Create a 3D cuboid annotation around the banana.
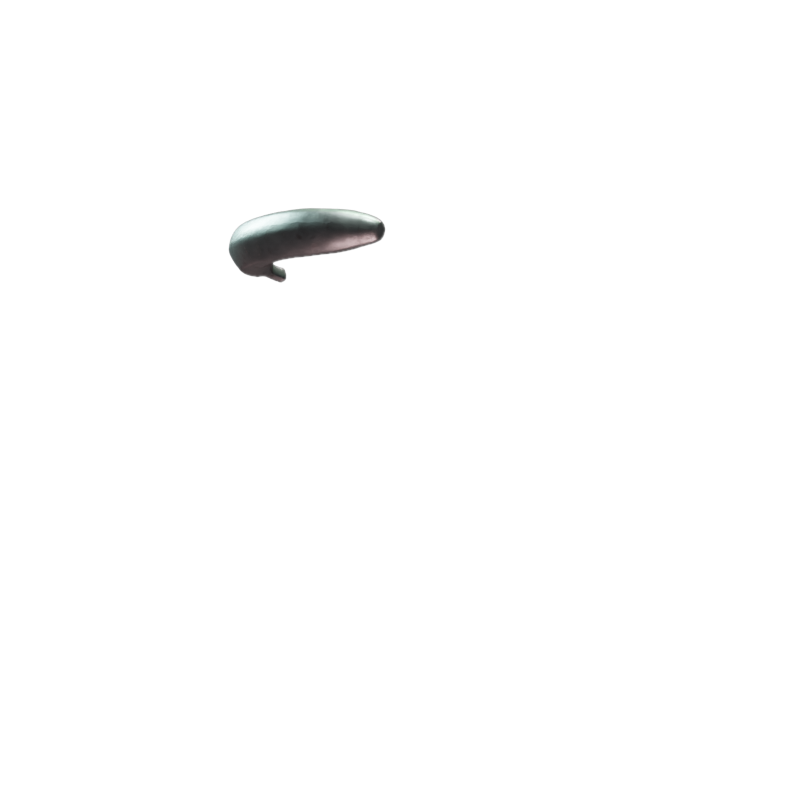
[{"bbox_3d":[-0.083,-0.118,0.825,0.067,0.037,0.201,1,-2,-26],"label":"banana"}]
